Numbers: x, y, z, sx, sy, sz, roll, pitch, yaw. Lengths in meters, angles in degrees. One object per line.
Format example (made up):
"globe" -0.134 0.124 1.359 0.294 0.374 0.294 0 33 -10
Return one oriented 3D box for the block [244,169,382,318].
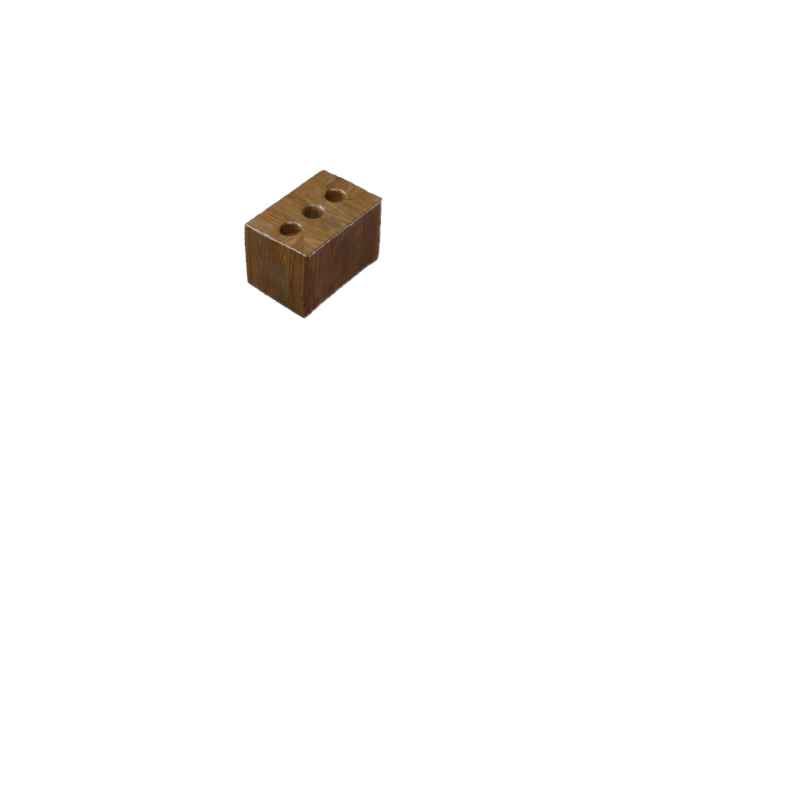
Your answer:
"block" -0.056 -0.102 0.713 0.056 0.048 0.079 29 51 25
